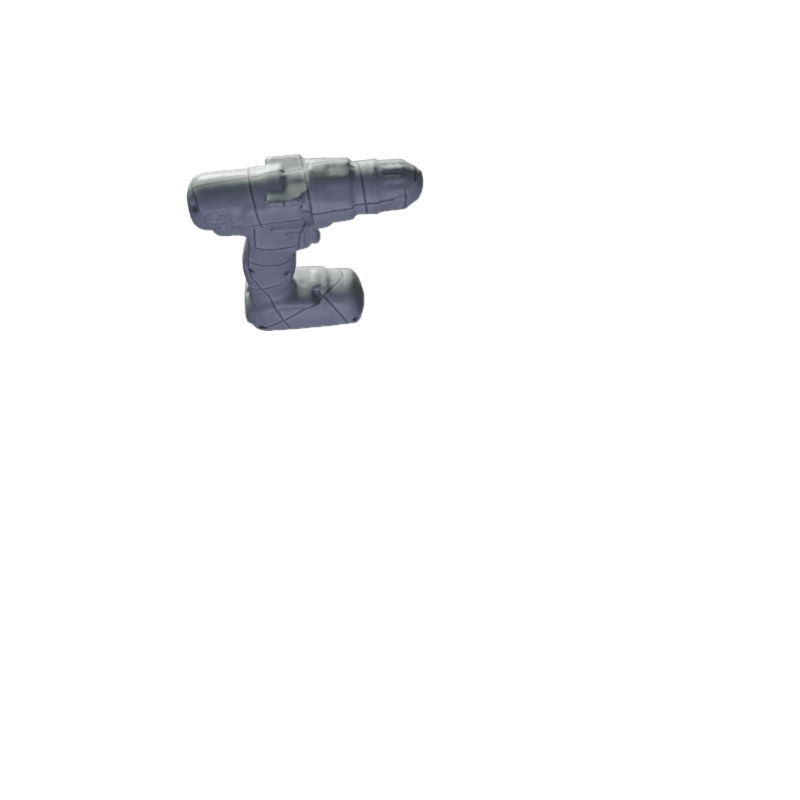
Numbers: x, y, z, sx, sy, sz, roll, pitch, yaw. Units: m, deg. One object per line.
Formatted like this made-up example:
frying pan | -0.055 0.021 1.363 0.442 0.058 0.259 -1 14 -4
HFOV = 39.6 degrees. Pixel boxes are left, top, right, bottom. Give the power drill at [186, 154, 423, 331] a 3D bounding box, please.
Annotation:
power drill | -0.072 -0.131 0.920 0.185 0.061 0.175 -2 -32 3
